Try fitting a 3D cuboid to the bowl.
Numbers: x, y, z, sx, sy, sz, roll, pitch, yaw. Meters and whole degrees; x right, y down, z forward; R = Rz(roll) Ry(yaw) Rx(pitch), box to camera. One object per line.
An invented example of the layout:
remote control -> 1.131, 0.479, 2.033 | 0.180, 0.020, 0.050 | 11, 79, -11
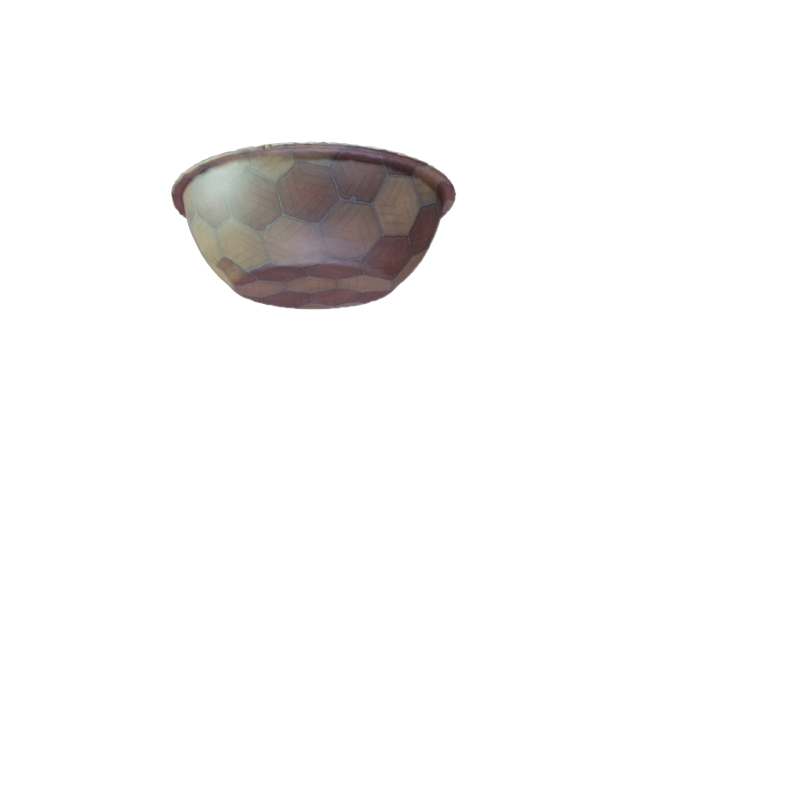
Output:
bowl -> -0.049, -0.089, 0.624 | 0.162, 0.057, 0.156 | 0, -12, -2
